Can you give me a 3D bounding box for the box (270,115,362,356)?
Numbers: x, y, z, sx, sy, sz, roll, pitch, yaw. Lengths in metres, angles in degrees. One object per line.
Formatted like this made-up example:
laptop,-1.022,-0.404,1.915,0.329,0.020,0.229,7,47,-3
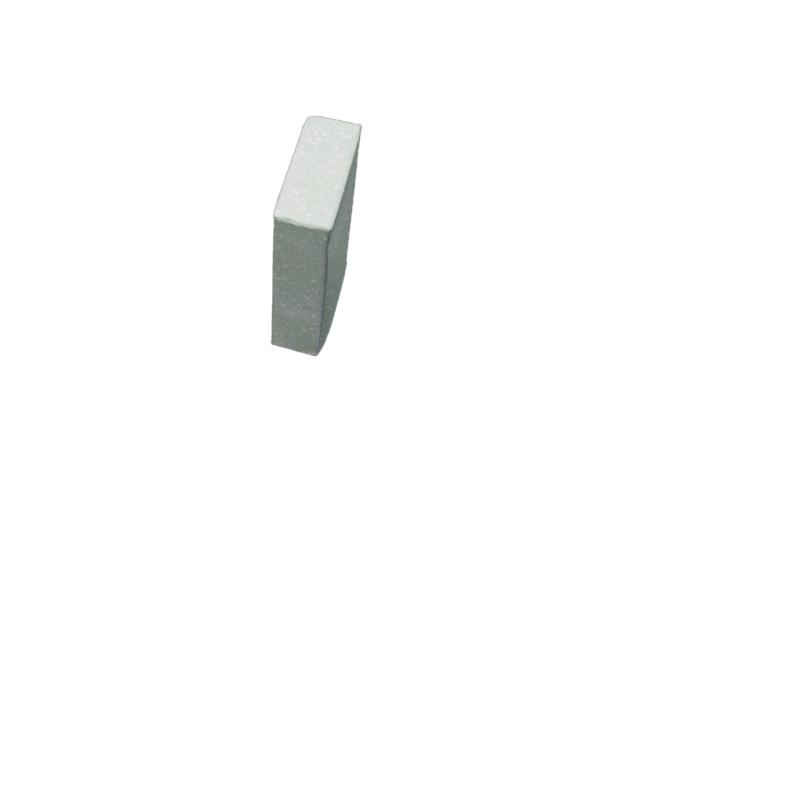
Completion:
box,-0.063,-0.114,0.799,0.048,0.098,0.166,12,-30,3
